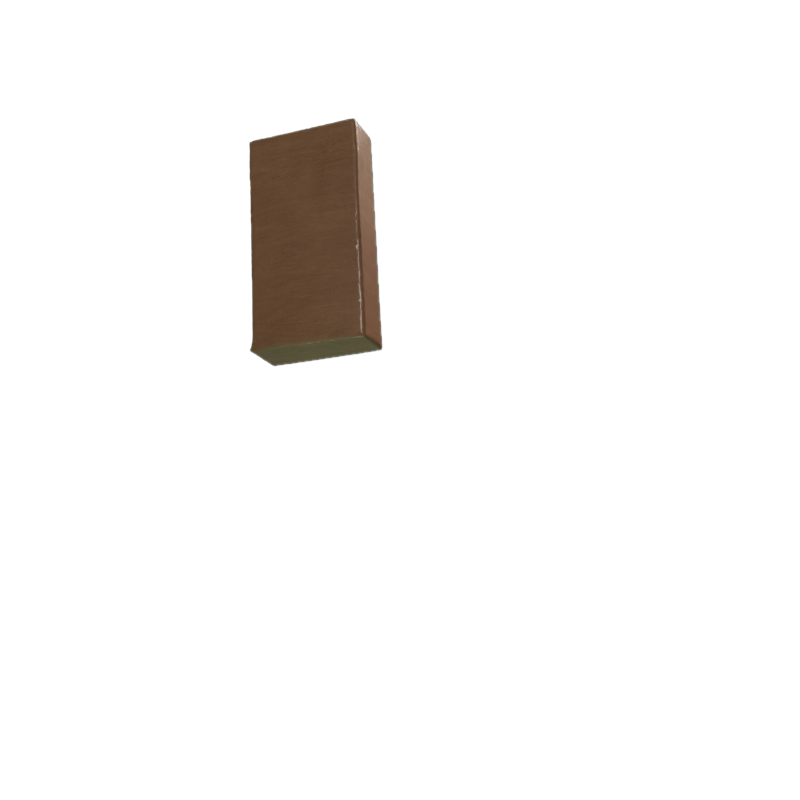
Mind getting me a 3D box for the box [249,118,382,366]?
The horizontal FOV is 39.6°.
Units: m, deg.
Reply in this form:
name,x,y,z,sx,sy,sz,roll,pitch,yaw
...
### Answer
name,x,y,z,sx,sy,sz,roll,pitch,yaw
box,-0.066,-0.121,0.845,0.095,0.186,0.045,-10,-24,20
